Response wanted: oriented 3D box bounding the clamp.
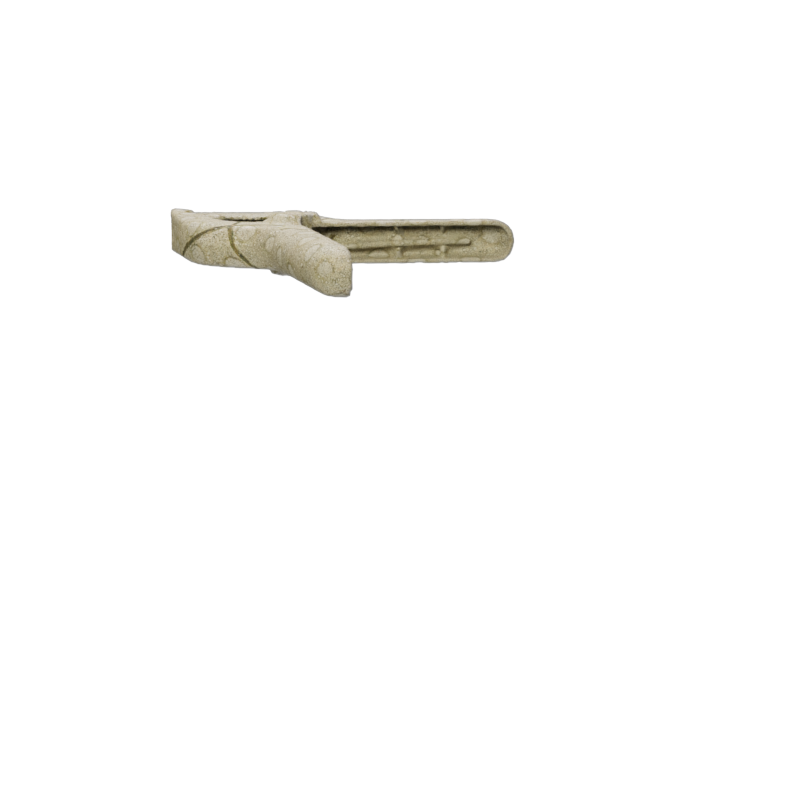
[{"bbox_3d":[-0.051,-0.093,0.651,0.221,0.035,0.160,14,20,43],"label":"clamp"}]
